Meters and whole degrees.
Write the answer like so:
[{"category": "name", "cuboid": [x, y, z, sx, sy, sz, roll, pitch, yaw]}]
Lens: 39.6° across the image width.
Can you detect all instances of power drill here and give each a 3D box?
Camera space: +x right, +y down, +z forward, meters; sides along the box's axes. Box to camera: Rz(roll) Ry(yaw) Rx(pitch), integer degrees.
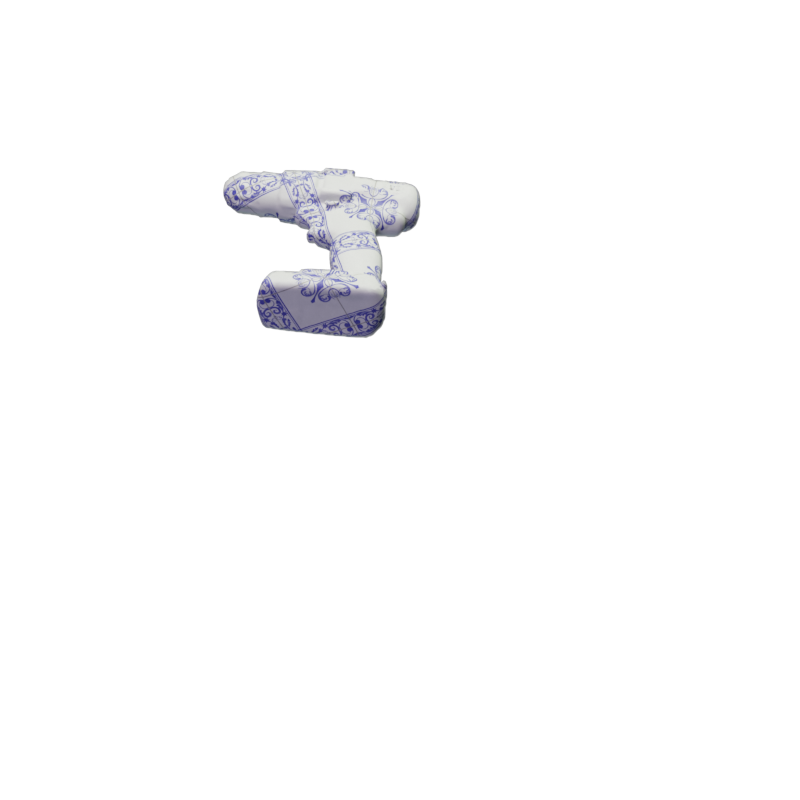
[{"category": "power drill", "cuboid": [-0.077, -0.140, 0.979, 0.185, 0.053, 0.200, 3, 43, 3]}]
